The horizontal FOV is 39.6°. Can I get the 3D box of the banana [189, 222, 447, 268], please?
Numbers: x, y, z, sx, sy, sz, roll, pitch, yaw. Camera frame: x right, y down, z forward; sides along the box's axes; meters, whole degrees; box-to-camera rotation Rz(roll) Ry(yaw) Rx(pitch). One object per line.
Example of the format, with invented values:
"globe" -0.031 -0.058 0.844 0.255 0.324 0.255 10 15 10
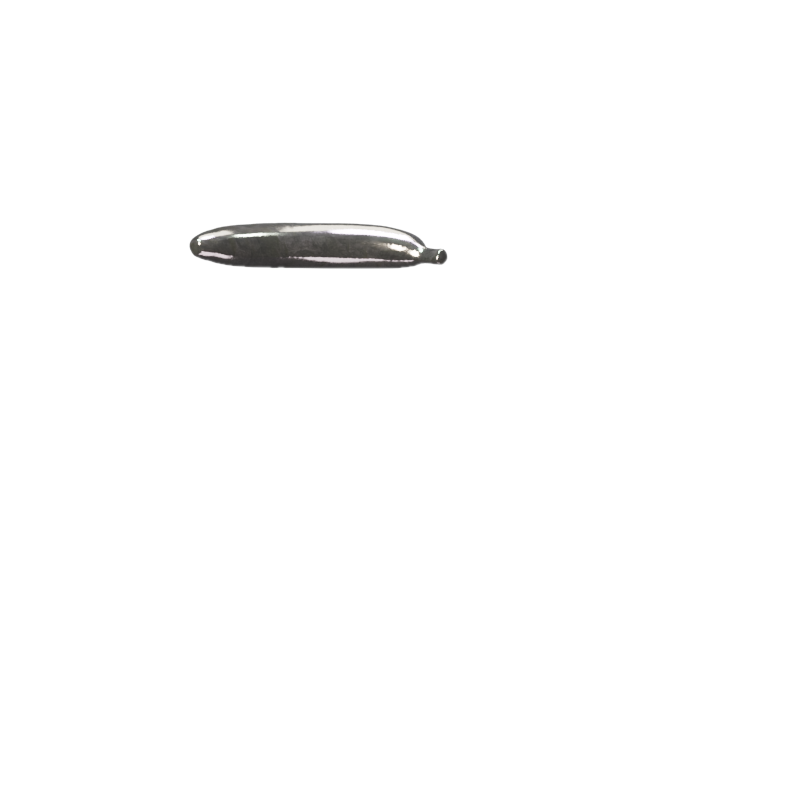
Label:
"banana" -0.066 -0.123 0.878 0.196 0.037 0.070 0 0 -5
